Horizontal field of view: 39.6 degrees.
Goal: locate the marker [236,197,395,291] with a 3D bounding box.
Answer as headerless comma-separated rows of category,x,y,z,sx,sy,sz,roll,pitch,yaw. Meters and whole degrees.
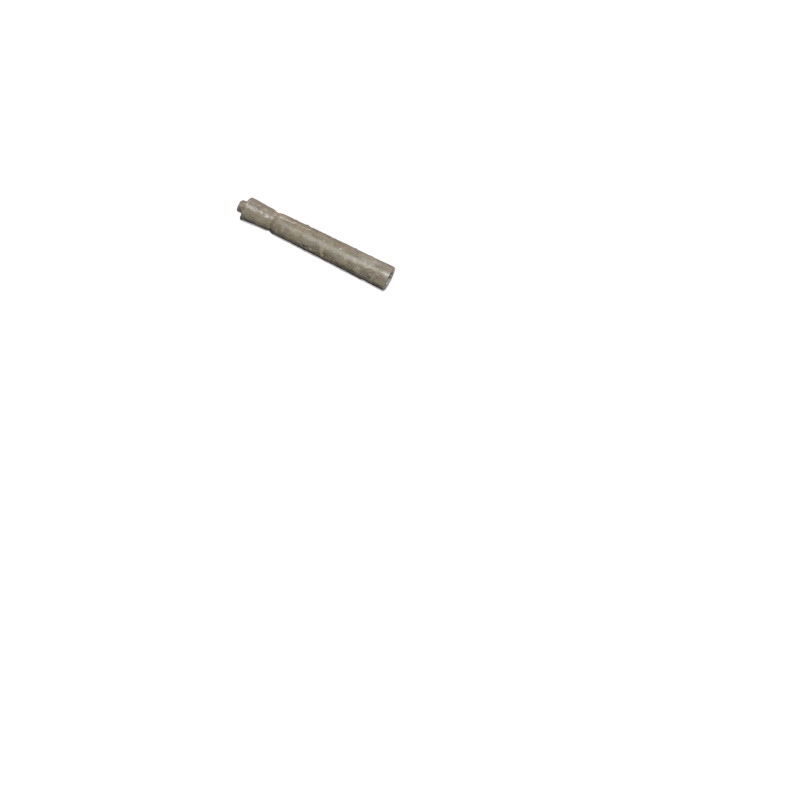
marker,-0.061,-0.111,0.781,0.124,0.019,0.019,28,9,13
